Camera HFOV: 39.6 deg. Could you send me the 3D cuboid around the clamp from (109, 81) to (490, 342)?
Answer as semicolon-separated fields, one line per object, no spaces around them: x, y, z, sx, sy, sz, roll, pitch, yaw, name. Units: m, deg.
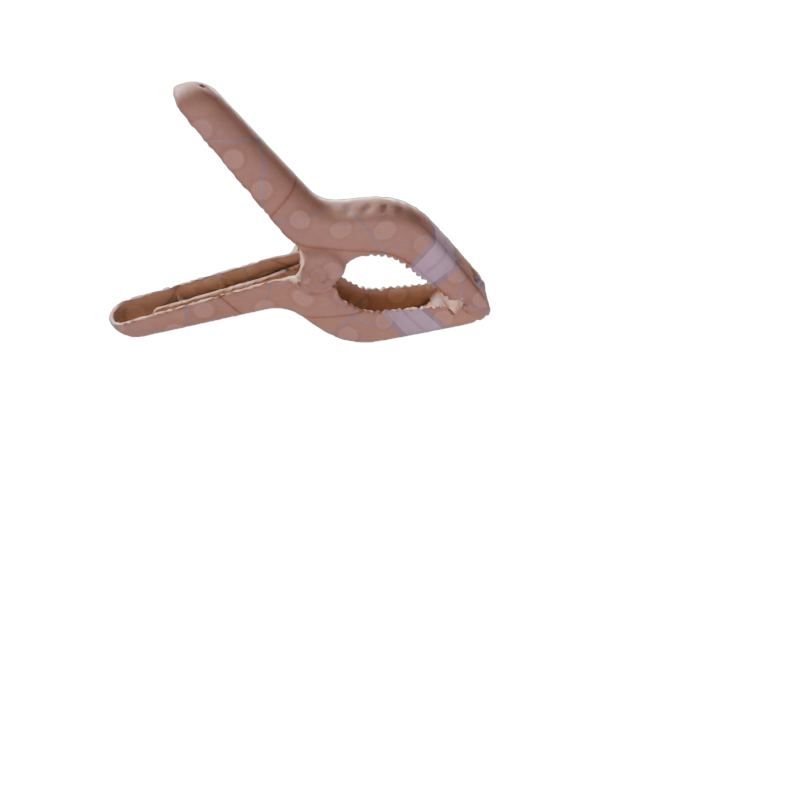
-0.048;-0.087;0.608;0.207;0.155;0.039;9;39;-8;clamp
